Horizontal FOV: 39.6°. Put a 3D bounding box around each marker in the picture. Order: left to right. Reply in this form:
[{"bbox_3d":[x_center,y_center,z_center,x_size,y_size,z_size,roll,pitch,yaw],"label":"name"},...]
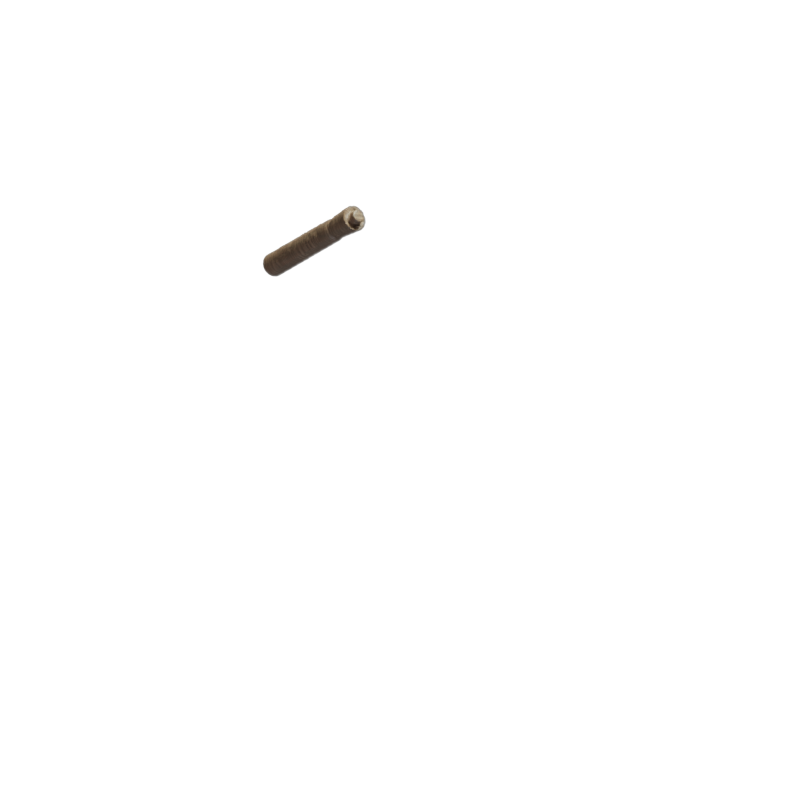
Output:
[{"bbox_3d":[-0.064,-0.117,0.818,0.019,0.020,0.122,-2,-10,-37],"label":"marker"}]
